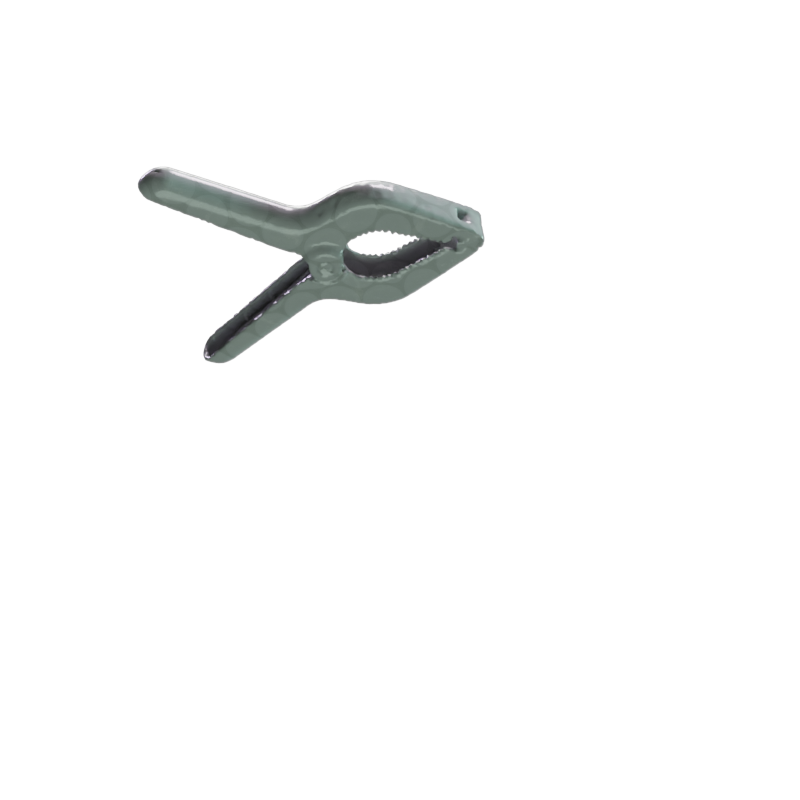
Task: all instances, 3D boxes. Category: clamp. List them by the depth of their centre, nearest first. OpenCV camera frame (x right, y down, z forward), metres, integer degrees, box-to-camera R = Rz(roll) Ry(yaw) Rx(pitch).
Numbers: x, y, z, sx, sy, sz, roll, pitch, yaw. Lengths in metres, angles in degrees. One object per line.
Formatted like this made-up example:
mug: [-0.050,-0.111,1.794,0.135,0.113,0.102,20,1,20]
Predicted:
clamp: [-0.055,-0.101,0.705,0.212,0.039,0.152,-12,-45,12]
